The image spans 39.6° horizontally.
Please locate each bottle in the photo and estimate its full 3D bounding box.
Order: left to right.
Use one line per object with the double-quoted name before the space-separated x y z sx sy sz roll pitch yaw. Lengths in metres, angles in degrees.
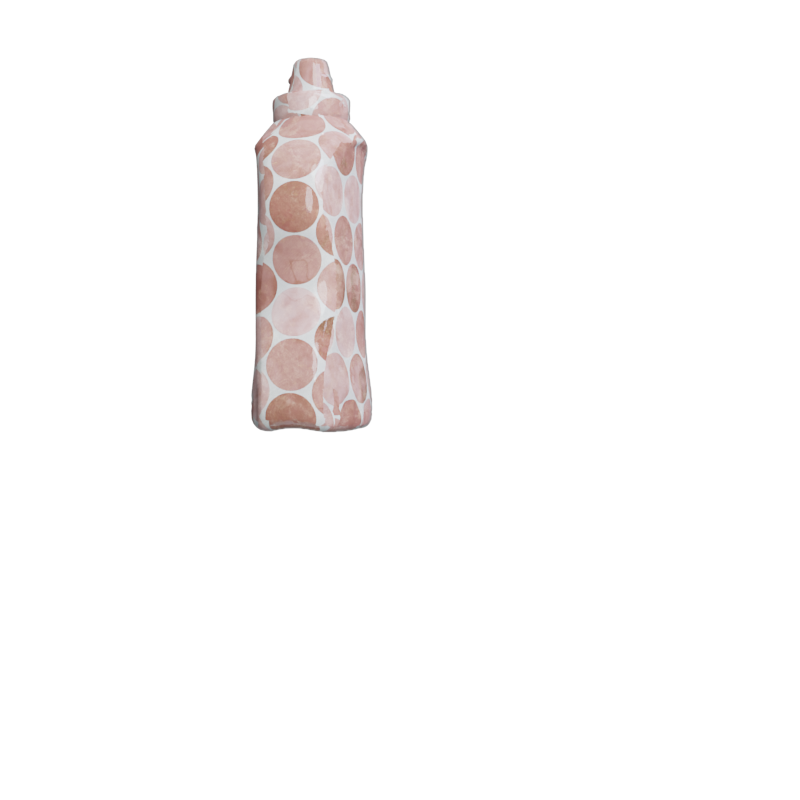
"bottle" -0.045 -0.082 0.574 0.059 0.195 0.093 -2 -5 13
